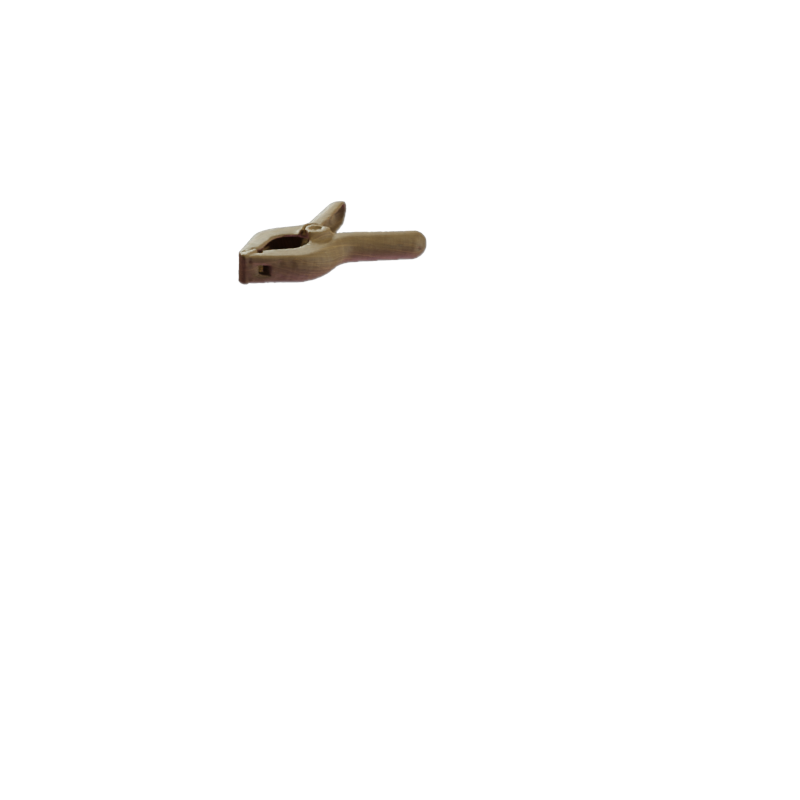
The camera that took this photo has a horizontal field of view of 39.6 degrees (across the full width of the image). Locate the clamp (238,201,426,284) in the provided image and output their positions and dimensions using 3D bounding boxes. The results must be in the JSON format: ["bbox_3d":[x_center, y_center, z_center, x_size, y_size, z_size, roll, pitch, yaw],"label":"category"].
[{"bbox_3d":[-0.077,-0.140,0.978,0.168,0.038,0.128,-14,26,-31],"label":"clamp"}]
